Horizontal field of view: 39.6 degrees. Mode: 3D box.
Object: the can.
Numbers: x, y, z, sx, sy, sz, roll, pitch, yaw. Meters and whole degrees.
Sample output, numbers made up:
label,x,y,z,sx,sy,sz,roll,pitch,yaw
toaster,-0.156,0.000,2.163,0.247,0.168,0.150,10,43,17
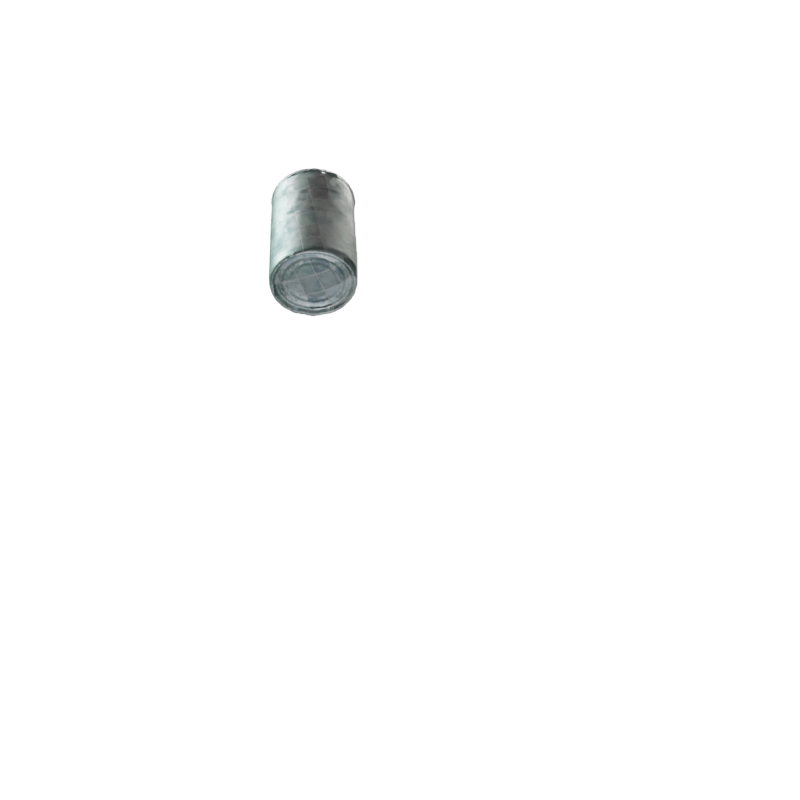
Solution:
label,x,y,z,sx,sy,sz,roll,pitch,yaw
can,-0.067,-0.123,0.861,0.068,0.064,0.110,-1,43,-3
